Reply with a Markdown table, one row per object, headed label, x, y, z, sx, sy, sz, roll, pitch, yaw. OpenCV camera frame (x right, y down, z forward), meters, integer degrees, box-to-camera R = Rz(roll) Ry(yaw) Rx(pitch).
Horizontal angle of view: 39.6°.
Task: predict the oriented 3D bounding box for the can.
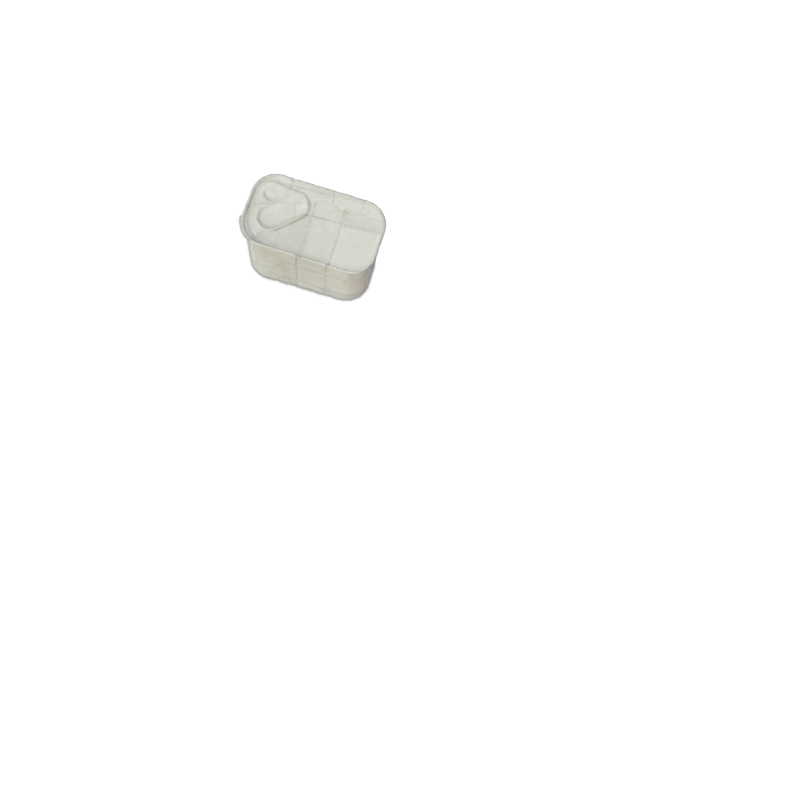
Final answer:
| label | x | y | z | sx | sy | sz | roll | pitch | yaw |
| --- | --- | --- | --- | --- | --- | --- | --- | --- | --- |
| can | -0.065 | -0.119 | 0.833 | 0.103 | 0.059 | 0.081 | 18 | -15 | 3 |
